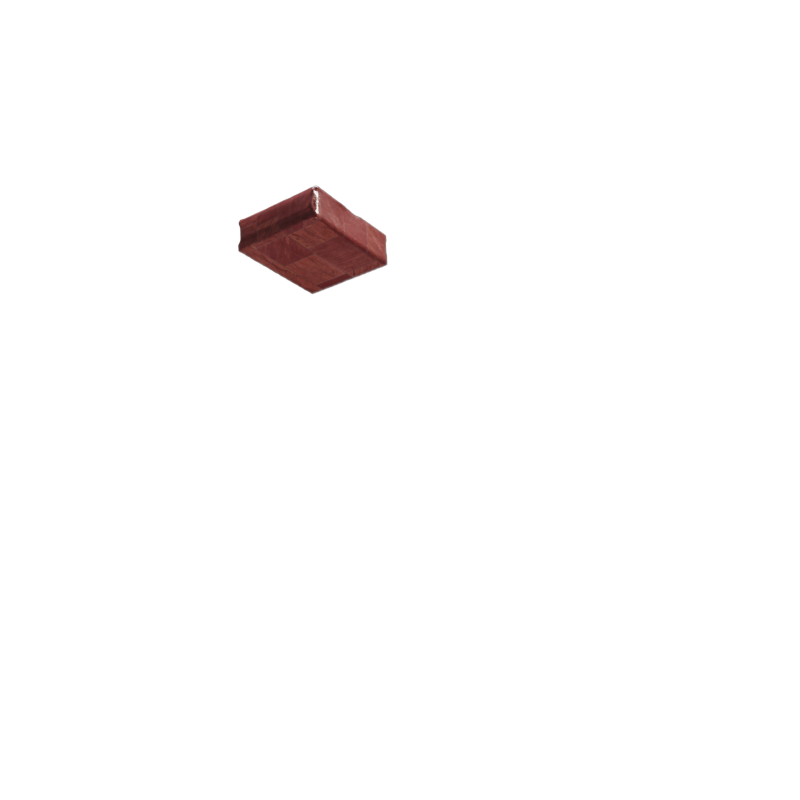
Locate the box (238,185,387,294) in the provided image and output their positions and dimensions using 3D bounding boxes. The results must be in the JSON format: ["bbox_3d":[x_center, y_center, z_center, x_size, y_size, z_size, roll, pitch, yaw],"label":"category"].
[{"bbox_3d":[-0.064,-0.117,0.818,0.074,0.032,0.083,-19,-32,33],"label":"box"}]
